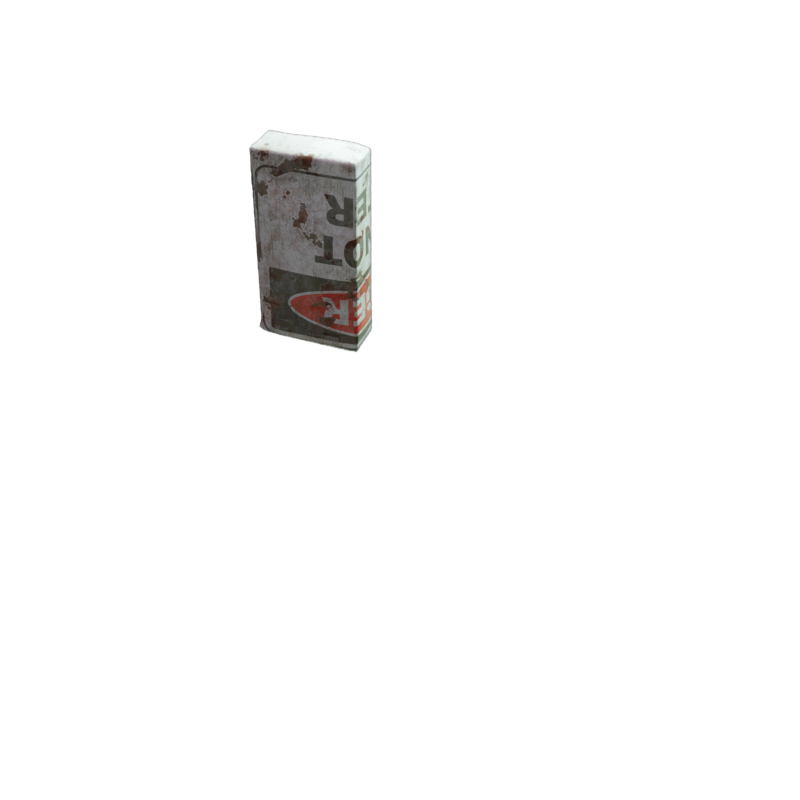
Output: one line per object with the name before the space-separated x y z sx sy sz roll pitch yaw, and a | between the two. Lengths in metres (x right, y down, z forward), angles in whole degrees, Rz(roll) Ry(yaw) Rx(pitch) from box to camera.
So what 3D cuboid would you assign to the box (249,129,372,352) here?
box | -0.071 -0.131 0.915 0.096 0.166 0.049 13 32 19
